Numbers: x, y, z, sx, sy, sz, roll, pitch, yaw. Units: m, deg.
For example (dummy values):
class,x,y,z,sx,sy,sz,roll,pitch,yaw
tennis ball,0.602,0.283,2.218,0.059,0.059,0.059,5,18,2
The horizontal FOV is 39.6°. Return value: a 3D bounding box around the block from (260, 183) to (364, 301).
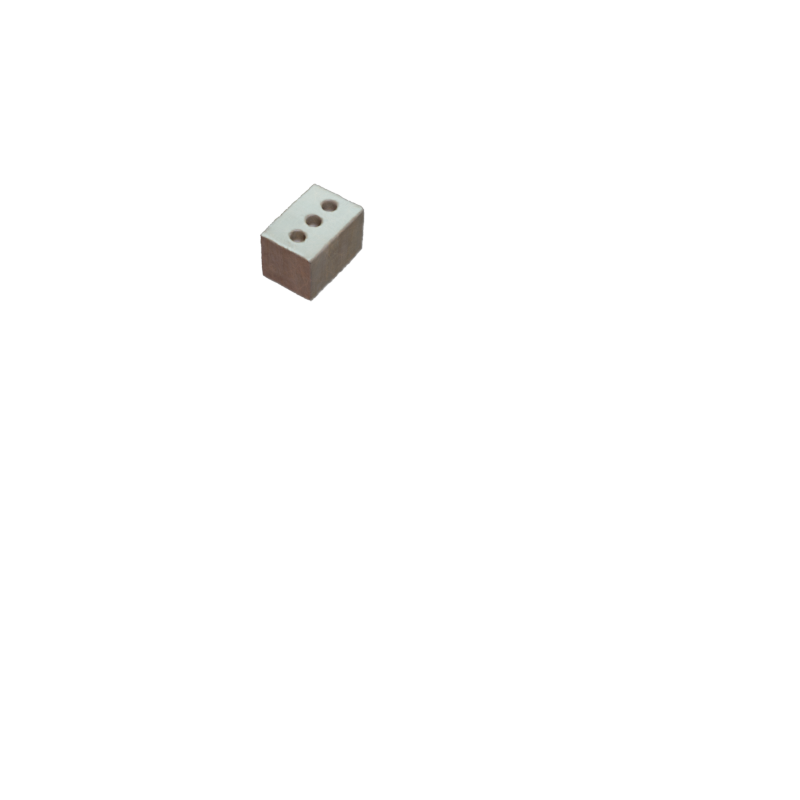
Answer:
class,x,y,z,sx,sy,sz,roll,pitch,yaw
block,-0.072,-0.131,0.921,0.055,0.048,0.080,27,55,19
